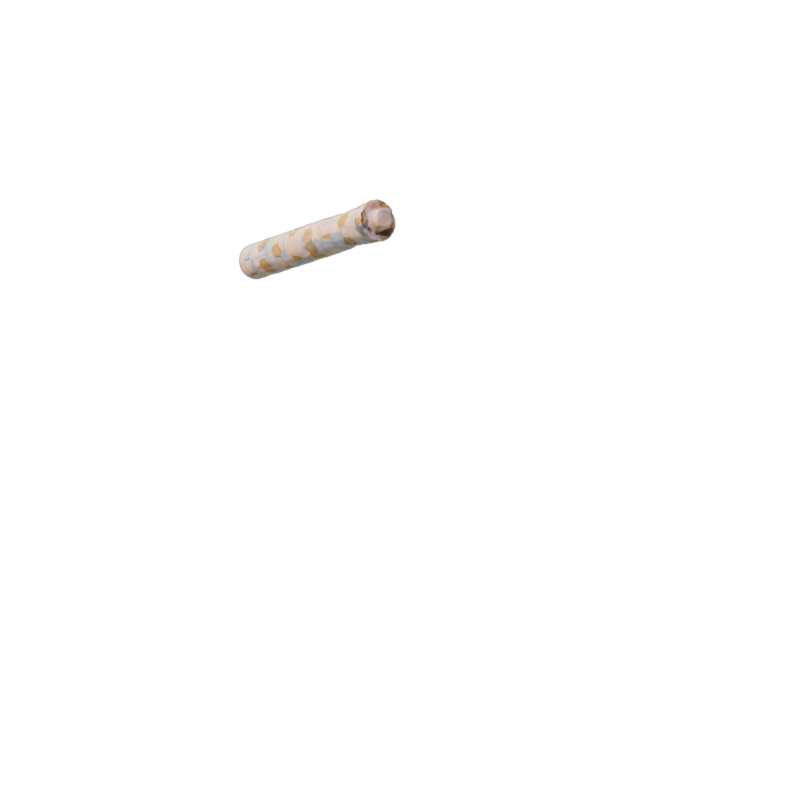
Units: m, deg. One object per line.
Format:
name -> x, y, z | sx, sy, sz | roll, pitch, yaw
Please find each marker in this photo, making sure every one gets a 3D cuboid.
marker -> -0.041, -0.076, 0.530 | 0.019, 0.020, 0.123 | -2, -2, -35
